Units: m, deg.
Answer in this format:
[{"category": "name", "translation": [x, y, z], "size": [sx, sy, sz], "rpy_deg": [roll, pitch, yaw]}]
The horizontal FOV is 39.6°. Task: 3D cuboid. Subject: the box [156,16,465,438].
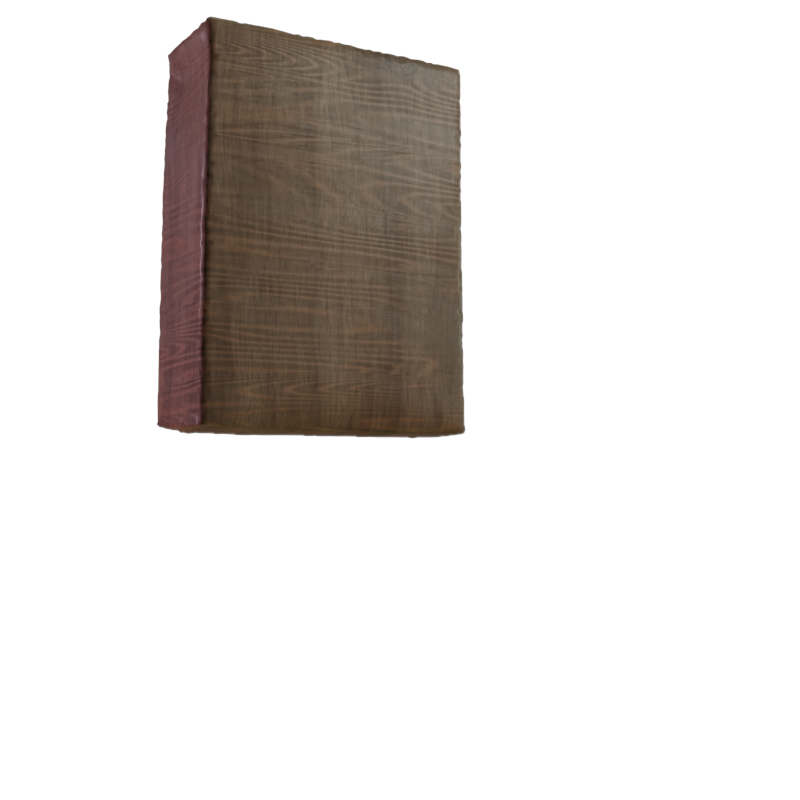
[{"category": "box", "translation": [-0.049, -0.088, 0.620], "size": [0.158, 0.220, 0.073], "rpy_deg": [5, -12, -30]}]
